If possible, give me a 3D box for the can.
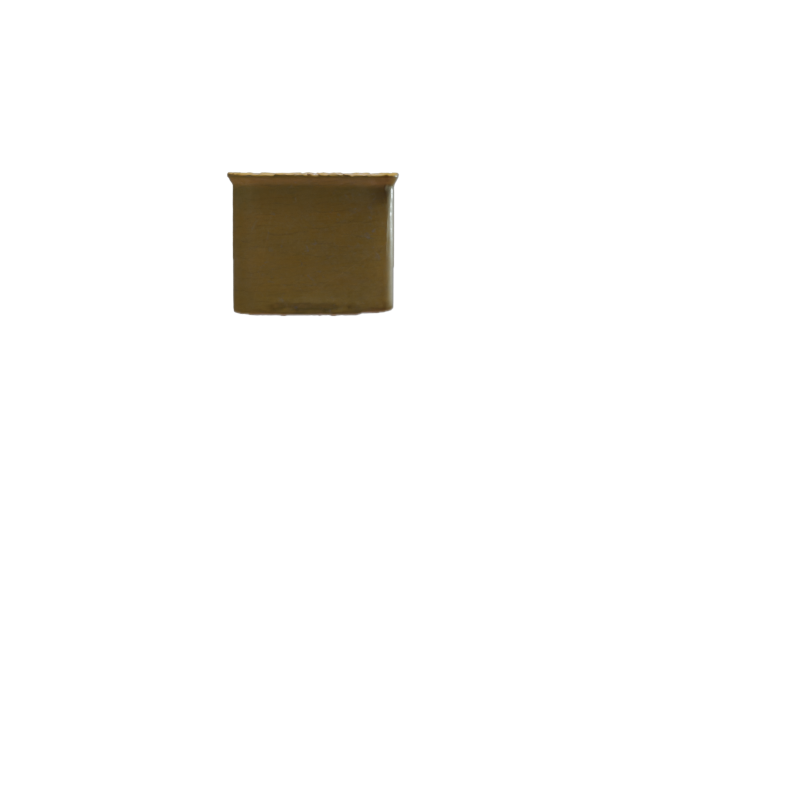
[{"bbox_3d":[-0.052,-0.095,0.668,0.102,0.083,0.058,0,6,0],"label":"can"}]
